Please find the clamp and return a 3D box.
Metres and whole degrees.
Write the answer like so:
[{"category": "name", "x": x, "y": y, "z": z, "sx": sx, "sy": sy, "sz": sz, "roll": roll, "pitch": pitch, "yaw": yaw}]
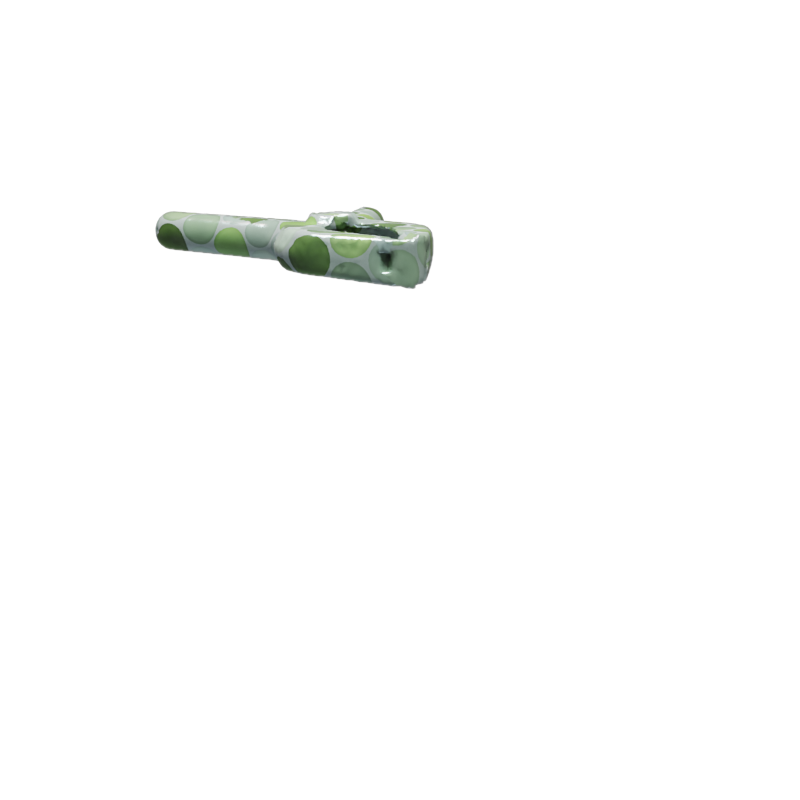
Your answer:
[{"category": "clamp", "x": -0.053, "y": -0.096, "z": 0.675, "sx": 0.161, "sy": 0.035, "sz": 0.220, "roll": -5, "pitch": 16, "yaw": -21}]
